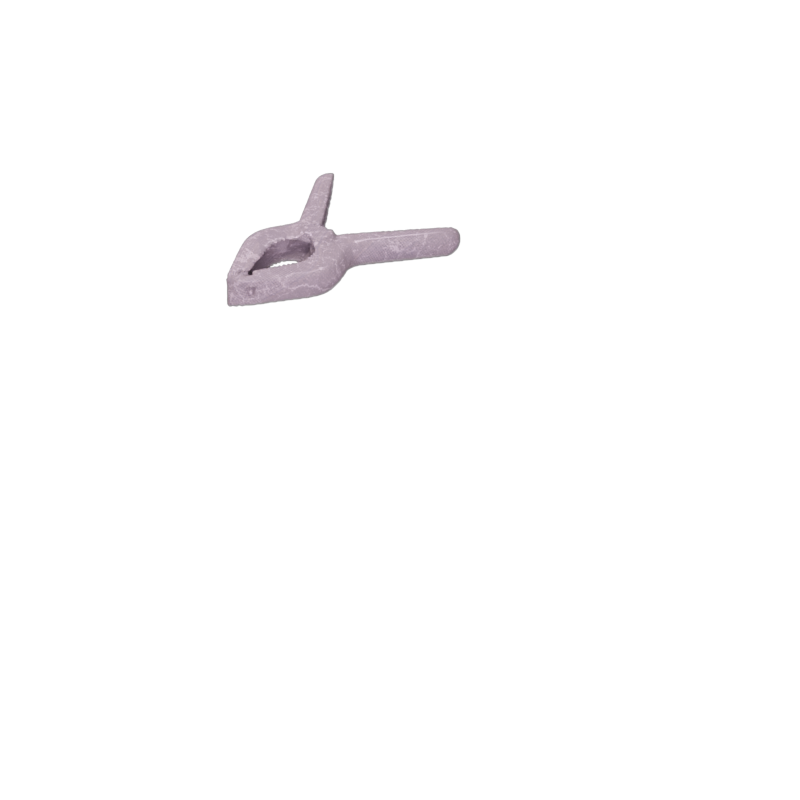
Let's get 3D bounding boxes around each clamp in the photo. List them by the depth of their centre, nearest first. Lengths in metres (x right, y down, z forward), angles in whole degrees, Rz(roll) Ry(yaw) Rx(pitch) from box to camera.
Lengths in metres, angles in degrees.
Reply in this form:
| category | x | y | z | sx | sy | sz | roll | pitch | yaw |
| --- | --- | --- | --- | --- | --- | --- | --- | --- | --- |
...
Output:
| category | x | y | z | sx | sy | sz | roll | pitch | yaw |
| --- | --- | --- | --- | --- | --- | --- | --- | --- | --- |
| clamp | -0.076 | -0.138 | 0.966 | 0.209 | 0.034 | 0.176 | -27 | 44 | -32 |
